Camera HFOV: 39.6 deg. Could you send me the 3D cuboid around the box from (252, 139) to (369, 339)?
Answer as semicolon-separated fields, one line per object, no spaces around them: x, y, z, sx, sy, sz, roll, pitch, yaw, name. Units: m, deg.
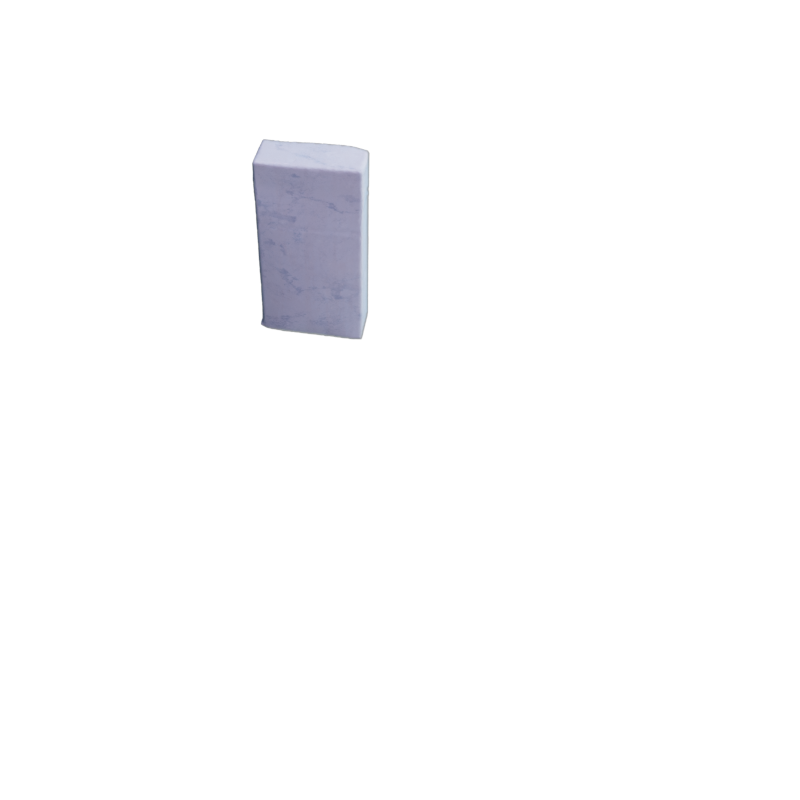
-0.074;-0.135;0.946;0.095;0.165;0.051;8;37;7;box
